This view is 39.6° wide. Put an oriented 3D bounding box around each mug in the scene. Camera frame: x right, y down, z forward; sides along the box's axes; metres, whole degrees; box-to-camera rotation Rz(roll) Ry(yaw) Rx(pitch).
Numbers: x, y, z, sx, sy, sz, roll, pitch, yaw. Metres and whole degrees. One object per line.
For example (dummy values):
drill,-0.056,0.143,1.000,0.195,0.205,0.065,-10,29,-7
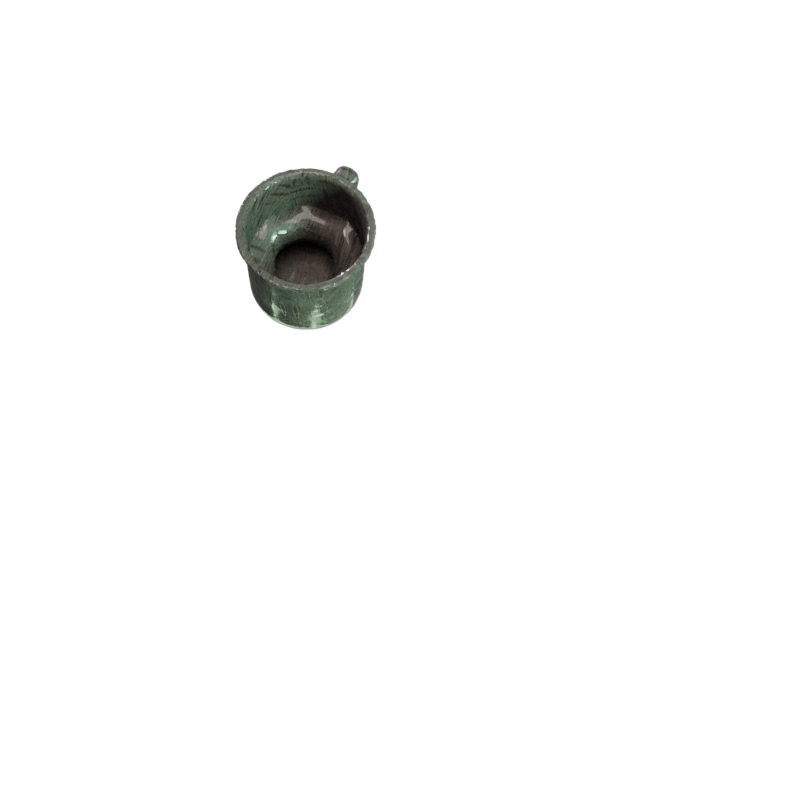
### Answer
mug,-0.060,-0.110,0.770,0.095,0.121,0.077,22,-24,8
